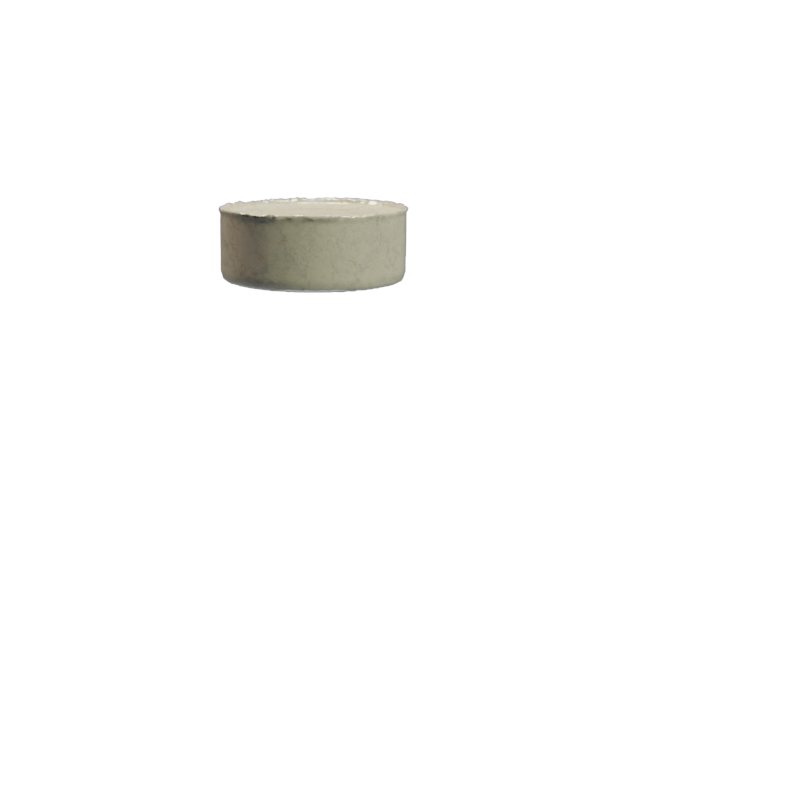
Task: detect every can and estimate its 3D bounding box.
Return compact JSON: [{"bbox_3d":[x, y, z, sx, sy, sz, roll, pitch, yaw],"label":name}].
[{"bbox_3d":[-0.040,-0.072,0.505,0.086,0.033,0.088,0,14,-2],"label":"can"}]
